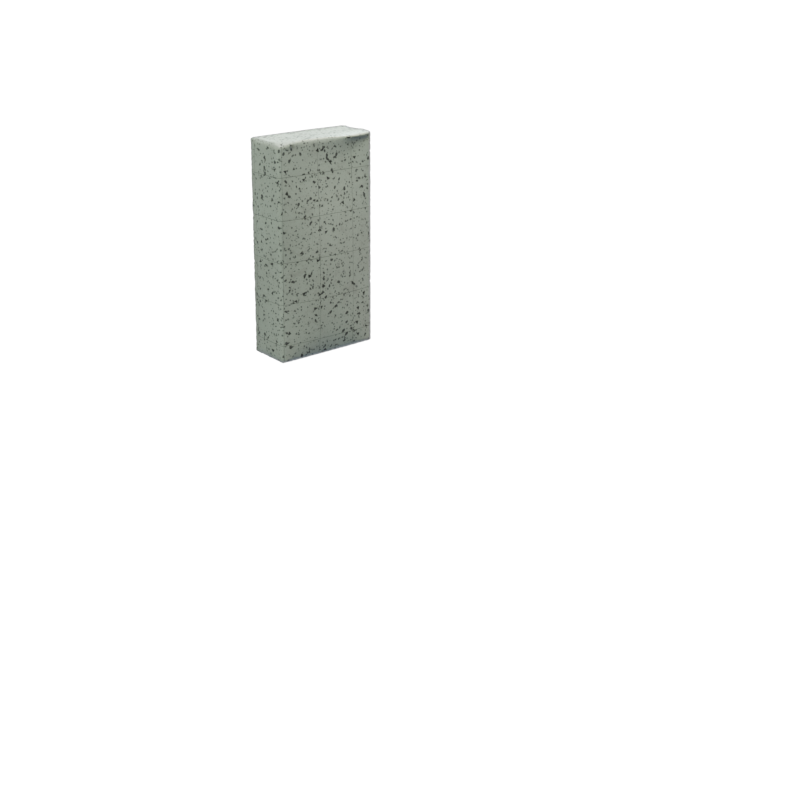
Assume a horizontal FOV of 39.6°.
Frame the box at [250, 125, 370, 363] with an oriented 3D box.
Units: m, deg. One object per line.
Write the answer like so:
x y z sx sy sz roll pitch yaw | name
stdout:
-0.069 -0.127 0.888 0.091 0.169 0.051 -14 24 -37 | box
